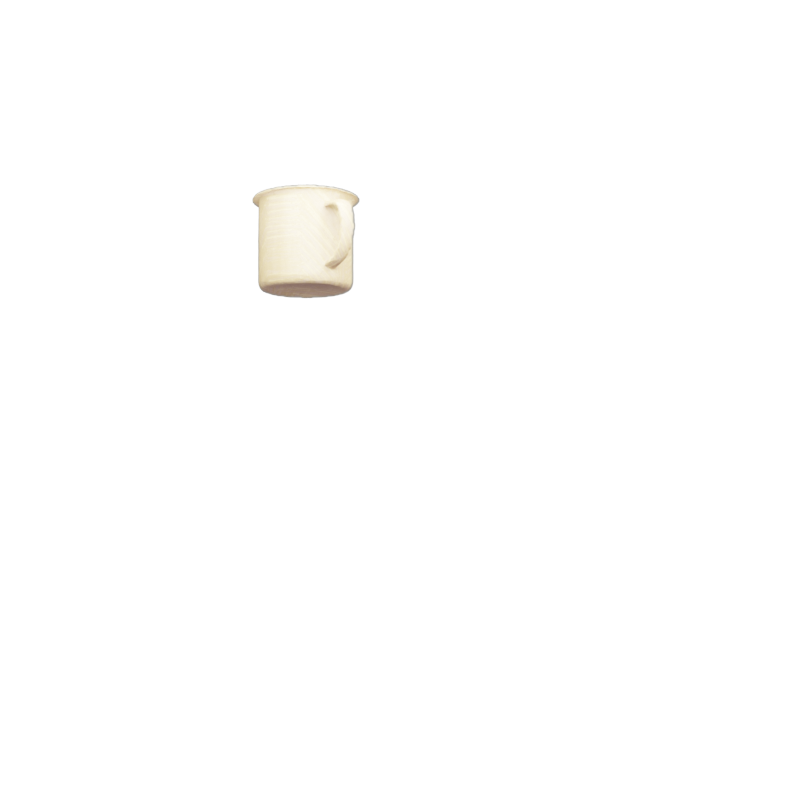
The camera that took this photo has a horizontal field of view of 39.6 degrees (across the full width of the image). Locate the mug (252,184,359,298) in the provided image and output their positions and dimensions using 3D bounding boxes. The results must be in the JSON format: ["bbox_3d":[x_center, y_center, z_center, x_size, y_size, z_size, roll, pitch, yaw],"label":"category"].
[{"bbox_3d":[-0.074,-0.135,0.945,0.089,0.084,0.119,6,-10,-35],"label":"mug"}]
